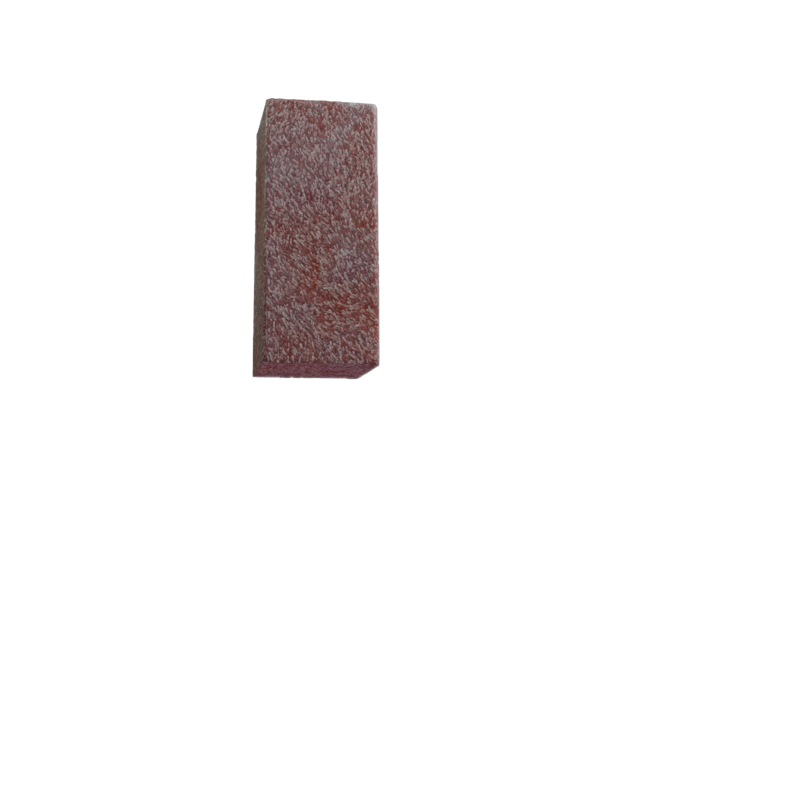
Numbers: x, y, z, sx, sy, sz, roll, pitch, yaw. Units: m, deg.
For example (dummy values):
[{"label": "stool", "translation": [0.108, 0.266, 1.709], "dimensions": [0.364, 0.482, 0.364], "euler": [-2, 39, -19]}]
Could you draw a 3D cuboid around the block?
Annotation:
[{"label": "block", "translation": [-0.068, -0.126, 0.880], "dimensions": [0.089, 0.213, 0.089], "euler": [2, -13, -11]}]
